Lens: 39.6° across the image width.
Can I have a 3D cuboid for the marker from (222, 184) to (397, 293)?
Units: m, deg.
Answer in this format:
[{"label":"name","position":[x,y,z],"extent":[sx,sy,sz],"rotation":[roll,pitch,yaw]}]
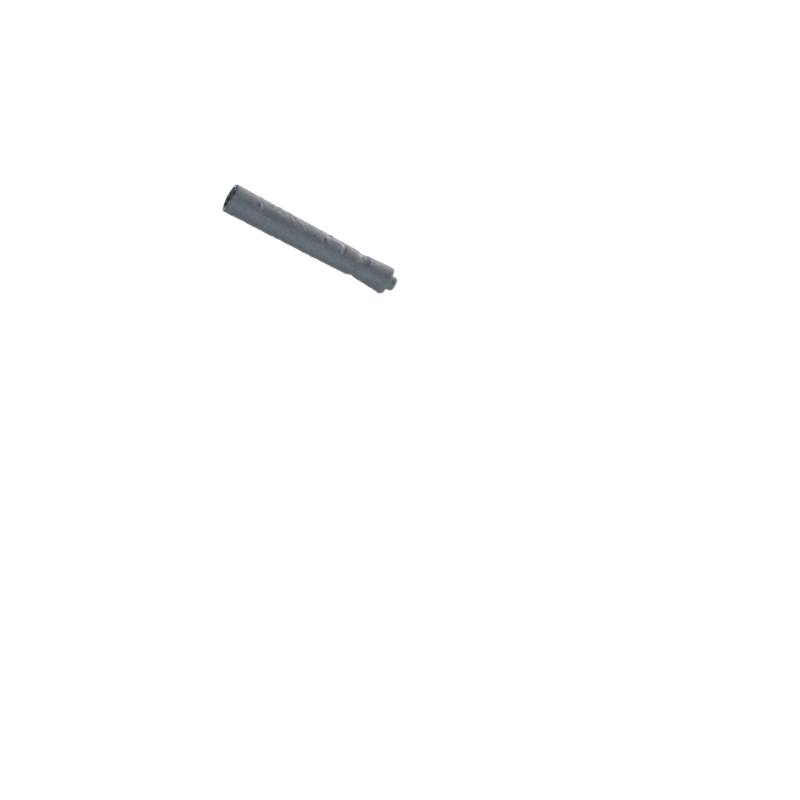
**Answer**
[{"label":"marker","position":[-0.054,-0.099,0.695],"extent":[0.117,0.020,0.020],"rotation":[26,-5,-16]}]
